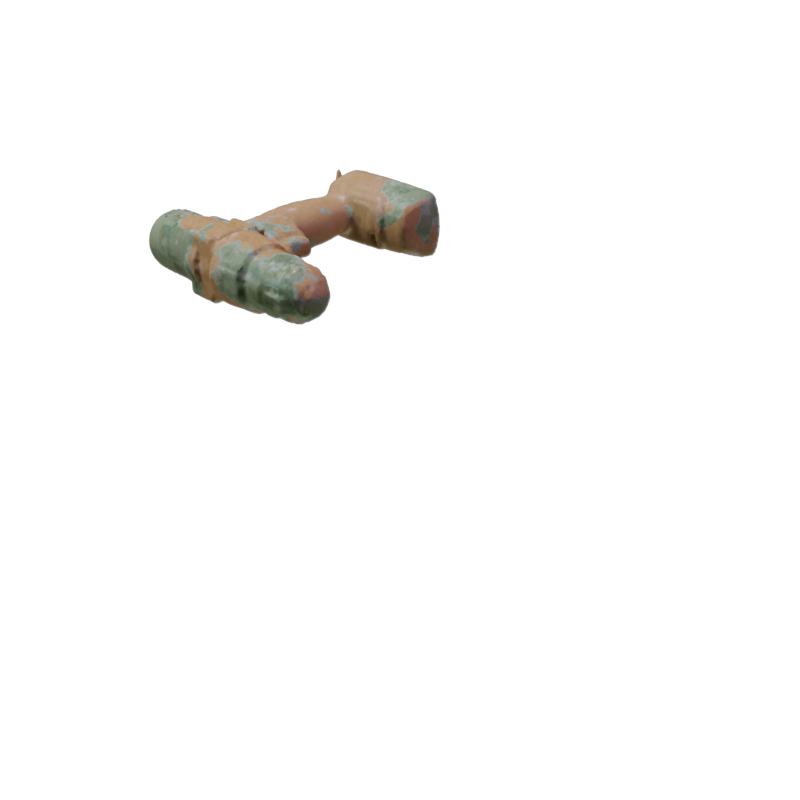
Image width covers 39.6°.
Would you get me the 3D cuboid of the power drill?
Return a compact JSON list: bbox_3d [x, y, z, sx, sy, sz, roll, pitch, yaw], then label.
[{"bbox_3d":[-0.063,-0.114,0.802,0.185,0.055,0.197,-20,32,-36],"label":"power drill"}]
